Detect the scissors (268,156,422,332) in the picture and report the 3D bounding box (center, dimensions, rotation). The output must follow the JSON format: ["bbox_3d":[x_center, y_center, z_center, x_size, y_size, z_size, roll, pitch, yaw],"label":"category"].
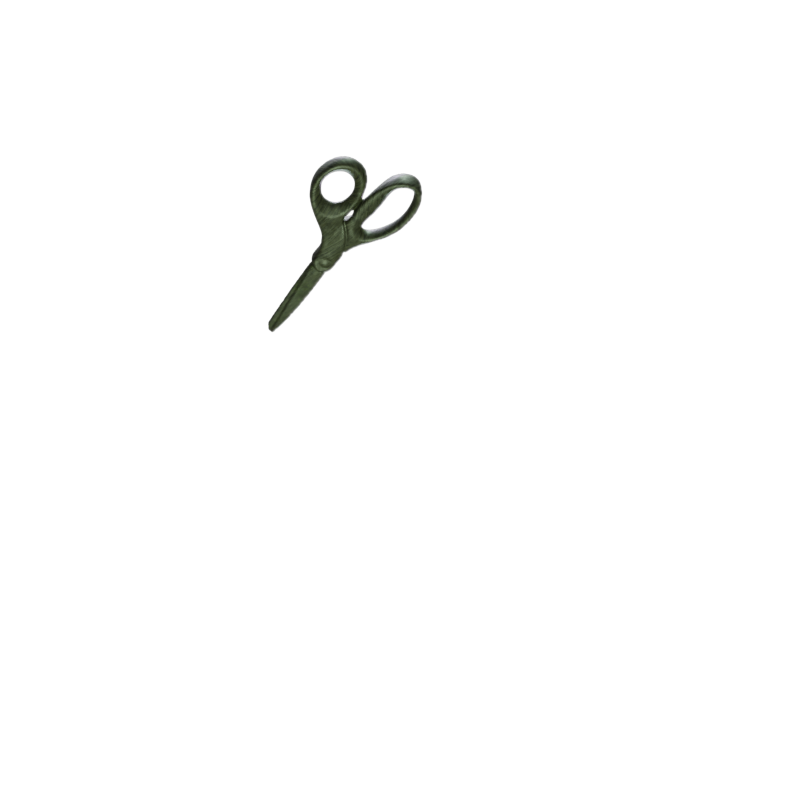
[{"bbox_3d":[-0.071,-0.129,0.906,0.200,0.017,0.090,-33,-54,28],"label":"scissors"}]
